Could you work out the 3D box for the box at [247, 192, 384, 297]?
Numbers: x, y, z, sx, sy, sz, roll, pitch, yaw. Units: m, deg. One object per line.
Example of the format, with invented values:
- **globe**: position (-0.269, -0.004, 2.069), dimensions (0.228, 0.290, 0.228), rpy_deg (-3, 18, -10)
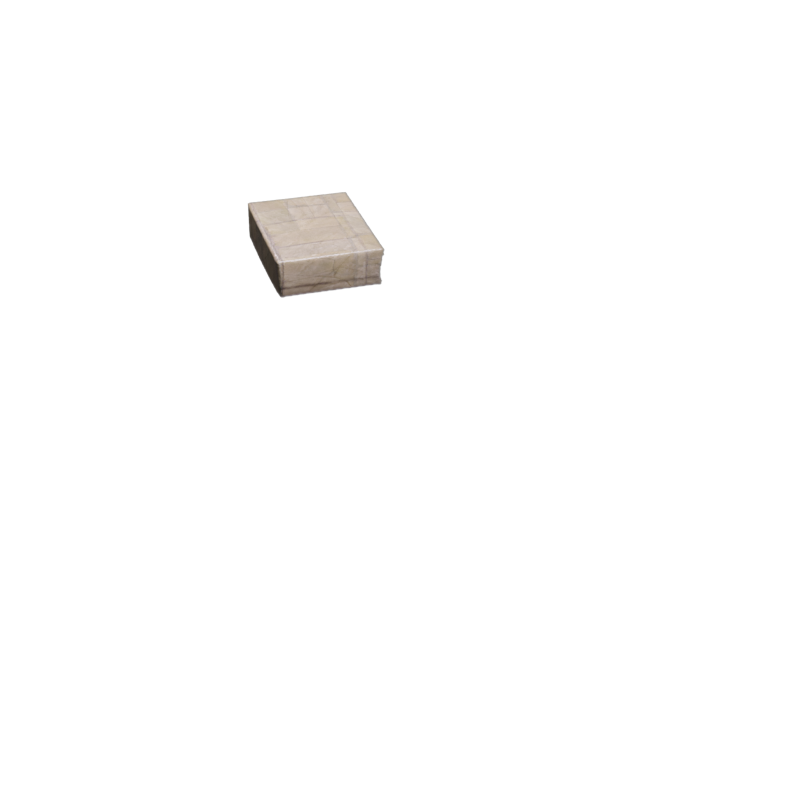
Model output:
- **box**: position (-0.073, -0.133, 0.930), dimensions (0.089, 0.036, 0.123), rpy_deg (-10, 37, -14)
